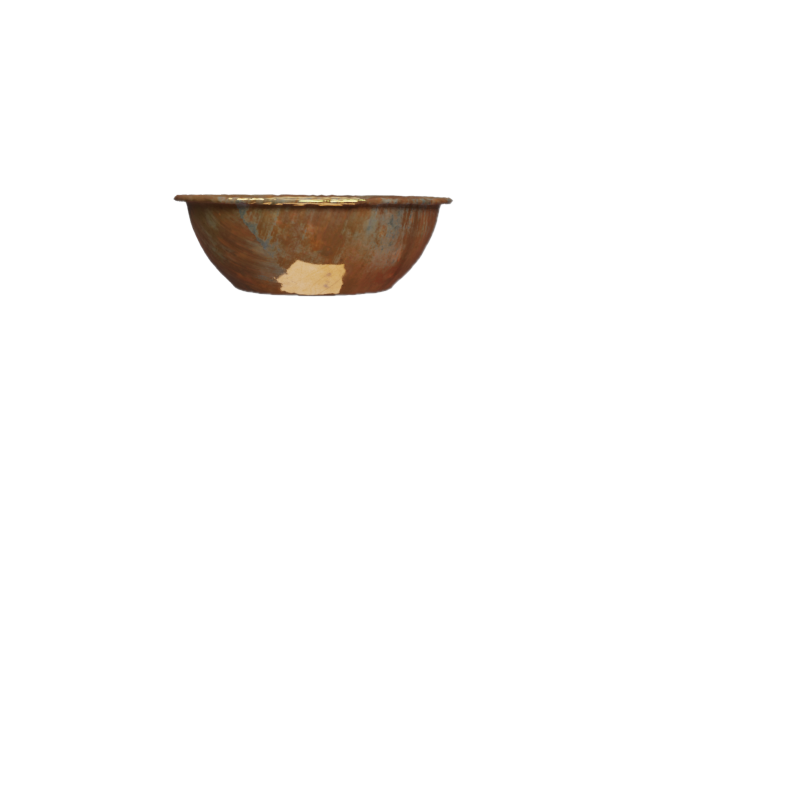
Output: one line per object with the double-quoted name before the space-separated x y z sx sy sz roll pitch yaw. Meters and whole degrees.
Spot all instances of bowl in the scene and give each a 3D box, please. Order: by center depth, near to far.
"bowl" -0.051 -0.092 0.647 0.162 0.054 0.165 0 10 -2
